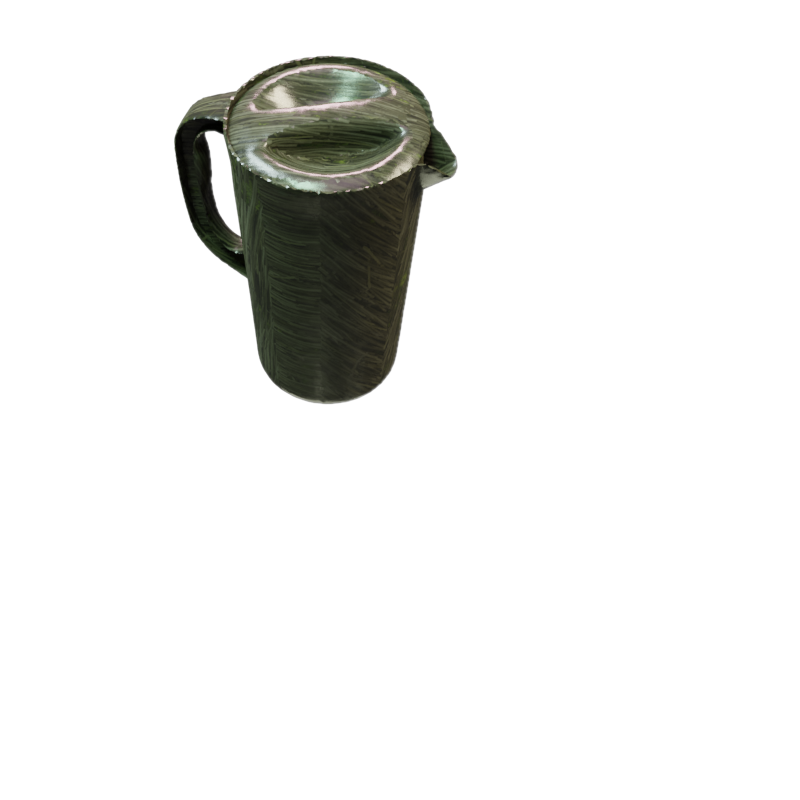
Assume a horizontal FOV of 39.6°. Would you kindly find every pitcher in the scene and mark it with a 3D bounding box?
[{"bbox_3d":[-0.061,-0.111,0.777,0.144,0.161,0.226,-22,-35,-20],"label":"pitcher"}]
